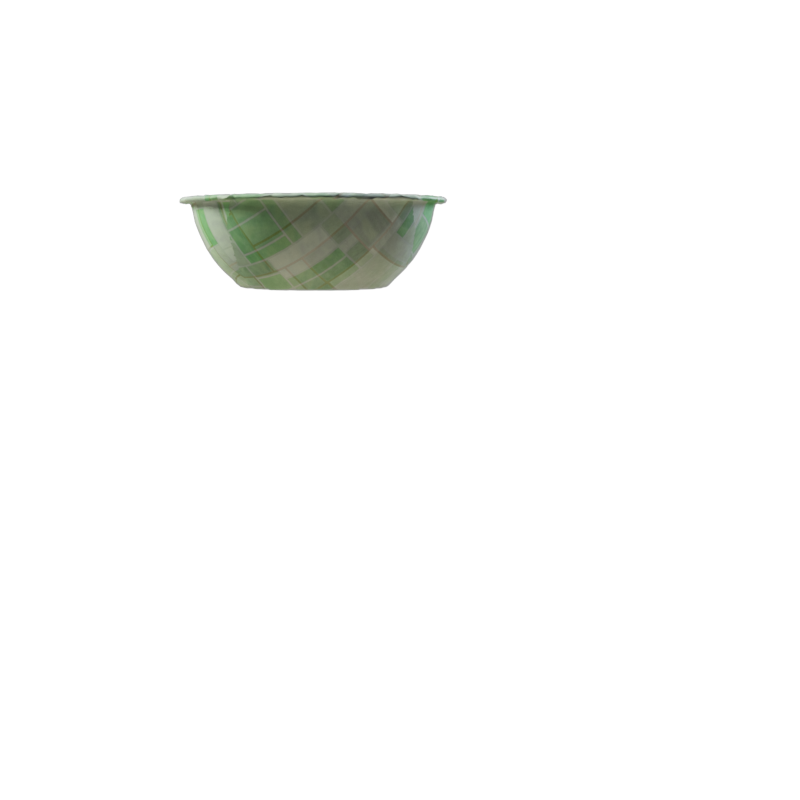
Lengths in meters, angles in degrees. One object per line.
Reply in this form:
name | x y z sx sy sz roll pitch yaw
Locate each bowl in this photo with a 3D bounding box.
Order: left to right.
bowl | -0.053 -0.096 0.674 0.162 0.054 0.164 0 8 -2
